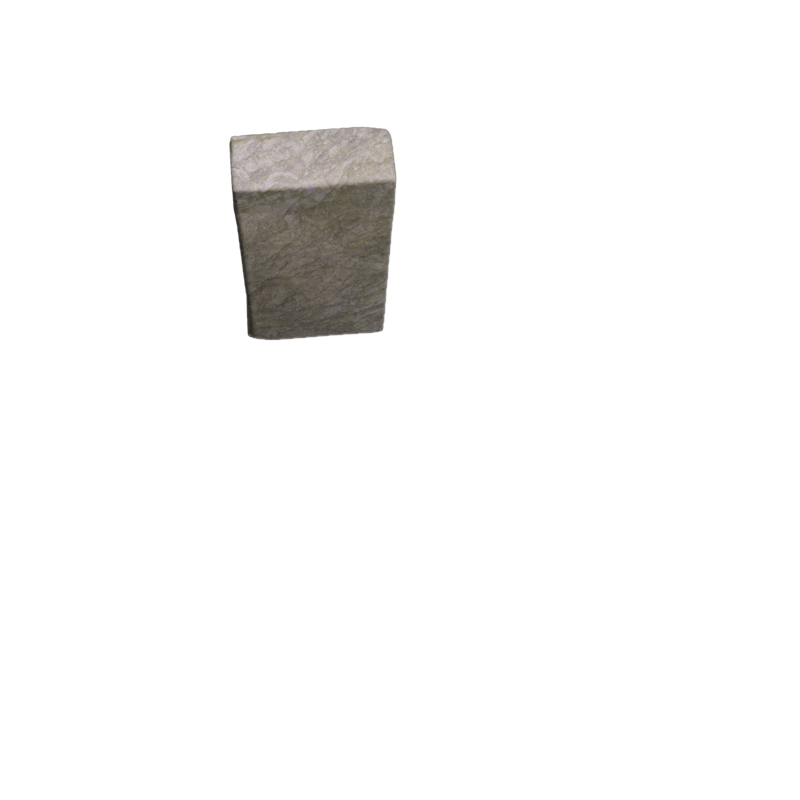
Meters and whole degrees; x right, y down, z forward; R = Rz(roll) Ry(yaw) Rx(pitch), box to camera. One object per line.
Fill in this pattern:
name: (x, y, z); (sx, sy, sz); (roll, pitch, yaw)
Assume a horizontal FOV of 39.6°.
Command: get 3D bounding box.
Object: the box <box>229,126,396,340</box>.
box: (-0.053, -0.098, 0.685); (0.093, 0.051, 0.165); (-3, -29, -5)
